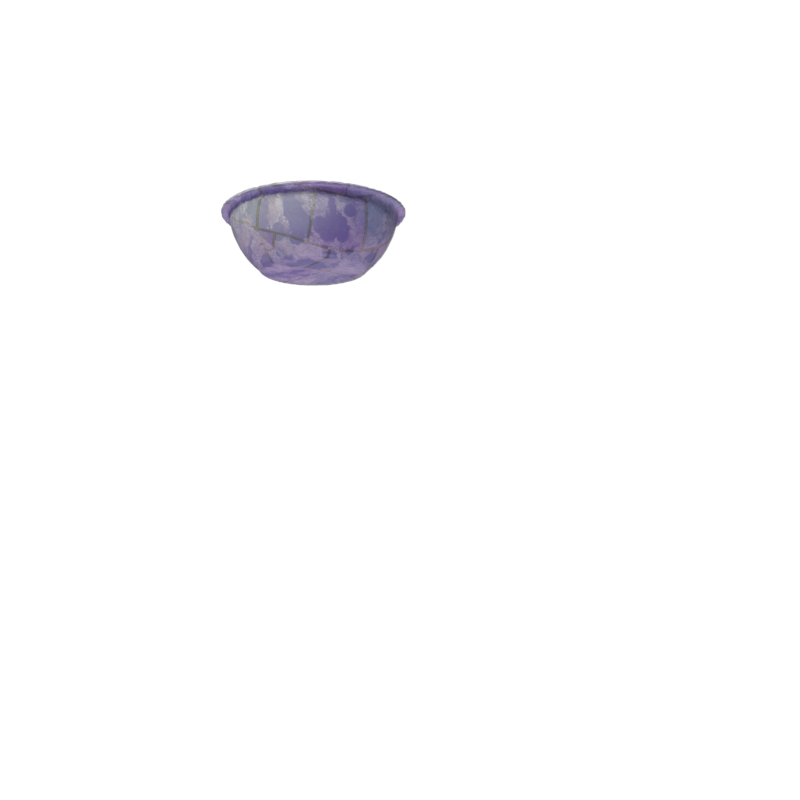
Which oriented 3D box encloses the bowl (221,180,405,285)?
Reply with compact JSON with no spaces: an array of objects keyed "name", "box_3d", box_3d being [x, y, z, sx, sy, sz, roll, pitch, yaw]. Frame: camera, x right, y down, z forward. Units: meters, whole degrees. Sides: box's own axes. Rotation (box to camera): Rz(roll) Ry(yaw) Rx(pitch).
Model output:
[{"name":"bowl","box_3d":[-0.075,-0.137,0.960,0.162,0.057,0.157,0,-11,-2]}]
